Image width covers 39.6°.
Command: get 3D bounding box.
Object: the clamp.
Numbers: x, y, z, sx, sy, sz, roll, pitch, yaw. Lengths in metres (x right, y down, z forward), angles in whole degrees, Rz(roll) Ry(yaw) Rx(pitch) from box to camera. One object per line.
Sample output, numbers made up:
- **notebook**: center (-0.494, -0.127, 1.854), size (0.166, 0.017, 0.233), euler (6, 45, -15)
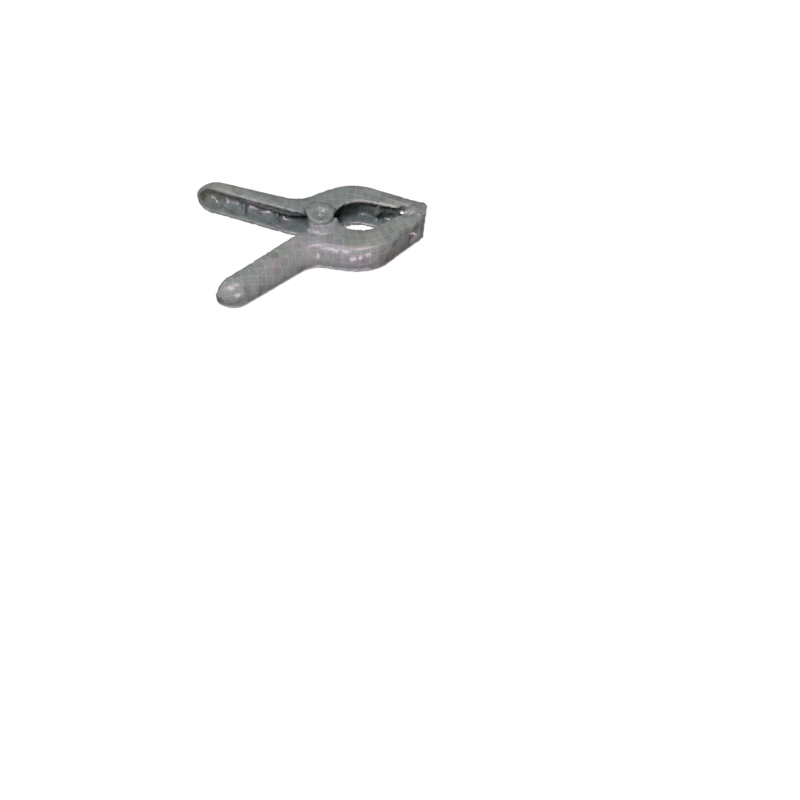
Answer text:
- **clamp**: center (-0.063, -0.115, 0.808), size (0.171, 0.129, 0.037), euler (-3, -37, -2)
